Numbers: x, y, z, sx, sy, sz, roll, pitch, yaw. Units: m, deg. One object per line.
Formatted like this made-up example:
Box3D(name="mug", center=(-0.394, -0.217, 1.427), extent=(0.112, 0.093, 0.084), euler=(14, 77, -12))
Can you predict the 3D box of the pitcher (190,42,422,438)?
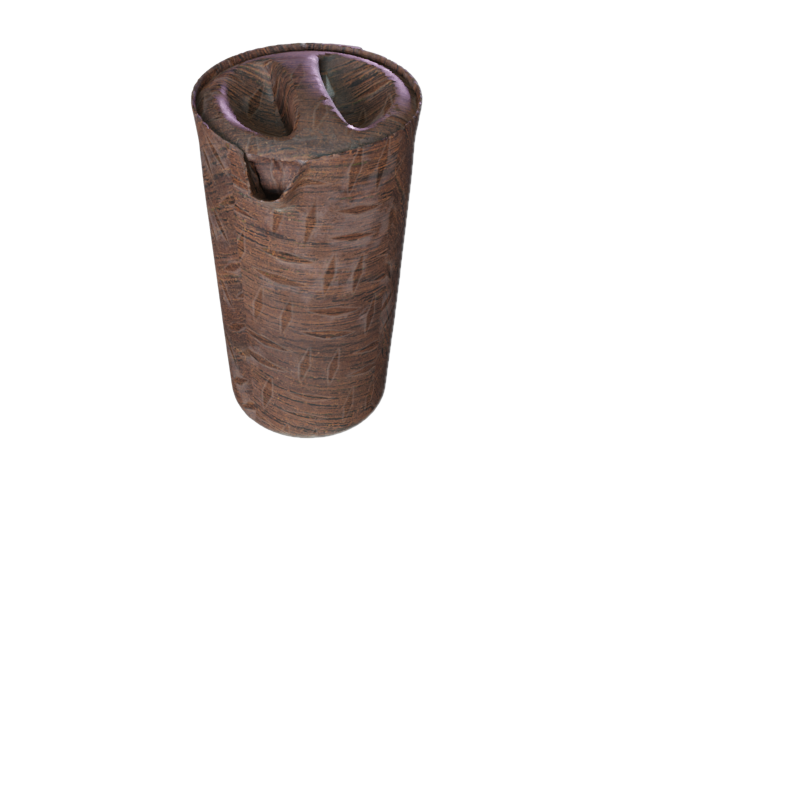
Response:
Box3D(name="pitcher", center=(-0.056, -0.102, 0.715), extent=(0.148, 0.227, 0.156), euler=(-21, 46, -25))
